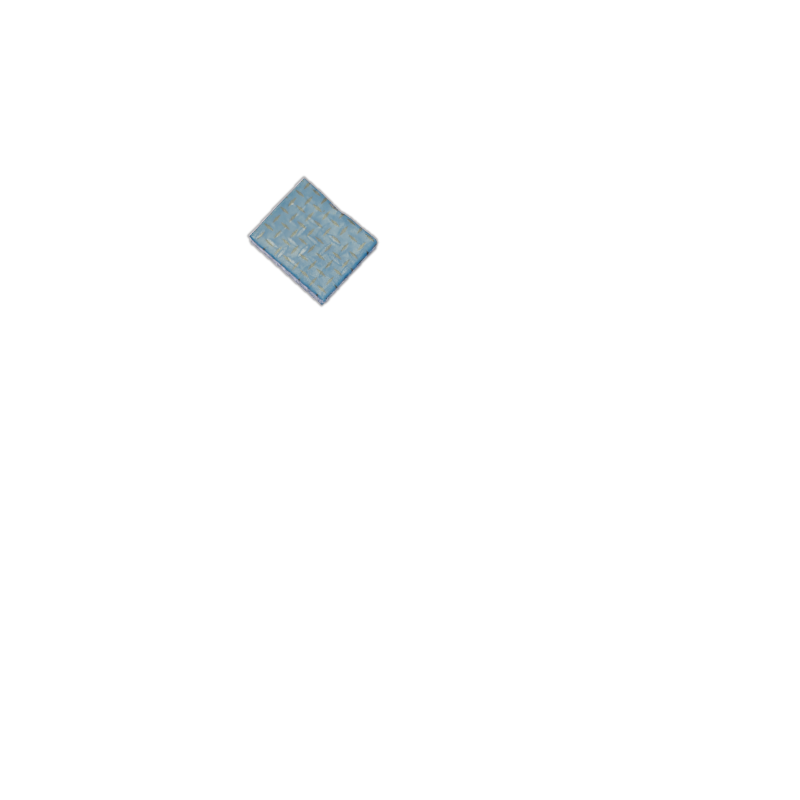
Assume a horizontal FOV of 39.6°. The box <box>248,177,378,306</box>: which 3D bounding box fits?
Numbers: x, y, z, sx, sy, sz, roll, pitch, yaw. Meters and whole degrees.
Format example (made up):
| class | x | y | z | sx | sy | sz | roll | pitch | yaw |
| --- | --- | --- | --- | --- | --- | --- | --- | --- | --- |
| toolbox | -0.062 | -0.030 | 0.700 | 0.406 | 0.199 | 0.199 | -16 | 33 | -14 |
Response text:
| class | x | y | z | sx | sy | sz | roll | pitch | yaw |
| --- | --- | --- | --- | --- | --- | --- | --- | --- | --- |
| box | -0.076 | -0.139 | 0.974 | 0.091 | 0.074 | 0.029 | 41 | -9 | 8 |
